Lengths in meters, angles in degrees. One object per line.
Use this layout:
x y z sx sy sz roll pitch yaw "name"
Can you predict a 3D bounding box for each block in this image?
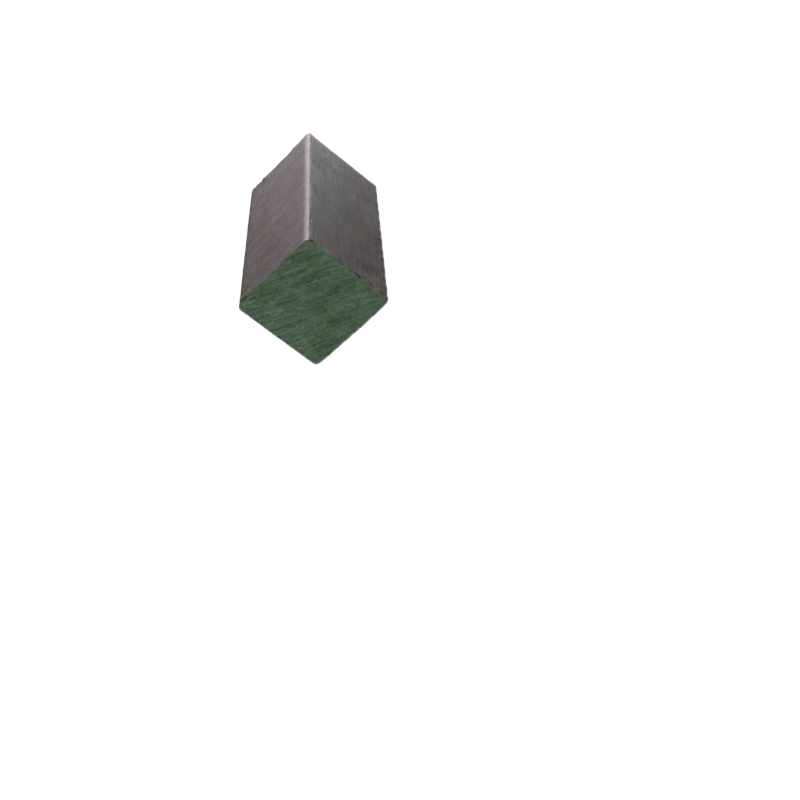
-0.077 -0.140 0.985 0.086 0.089 0.220 36 25 -25 "block"
